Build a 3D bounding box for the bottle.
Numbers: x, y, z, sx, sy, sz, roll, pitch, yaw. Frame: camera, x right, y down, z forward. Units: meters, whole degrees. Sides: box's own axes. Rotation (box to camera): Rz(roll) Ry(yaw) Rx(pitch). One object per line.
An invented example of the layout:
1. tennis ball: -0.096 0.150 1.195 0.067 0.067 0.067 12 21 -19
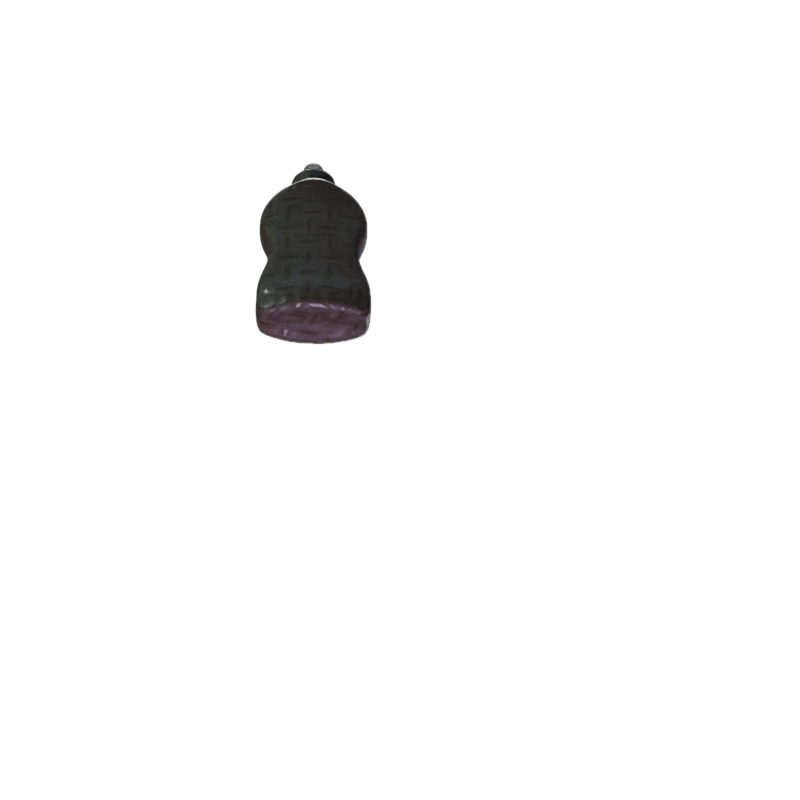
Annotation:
1. bottle: -0.077 -0.140 0.980 0.096 0.206 0.054 -1 -40 -2
